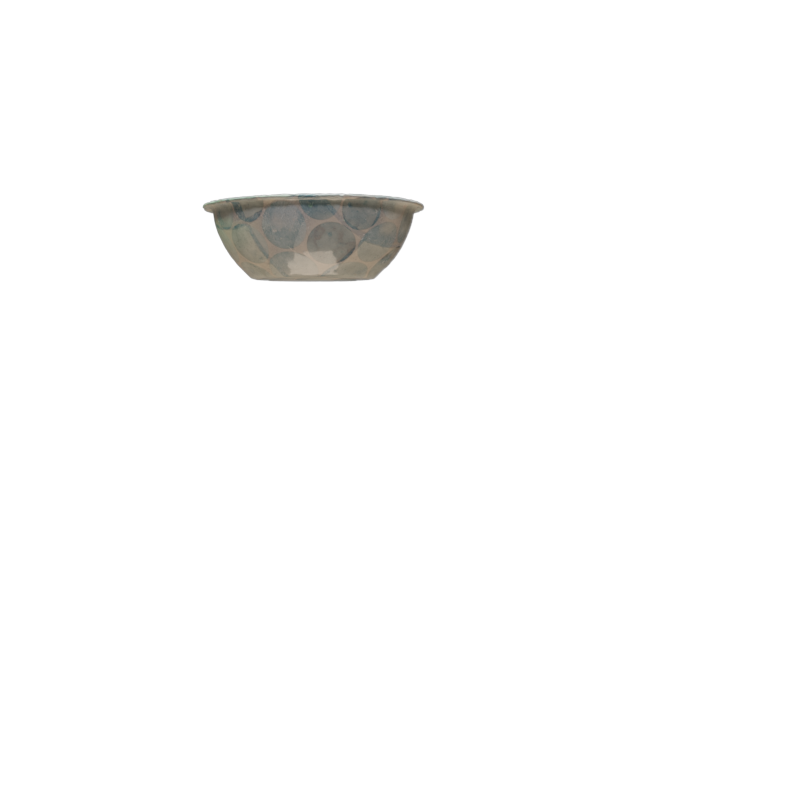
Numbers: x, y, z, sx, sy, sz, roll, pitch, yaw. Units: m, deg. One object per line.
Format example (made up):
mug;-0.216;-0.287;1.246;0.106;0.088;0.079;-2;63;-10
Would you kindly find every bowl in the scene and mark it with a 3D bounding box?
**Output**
bowl;-0.063;-0.116;0.811;0.162;0.055;0.162;0;3;-2
